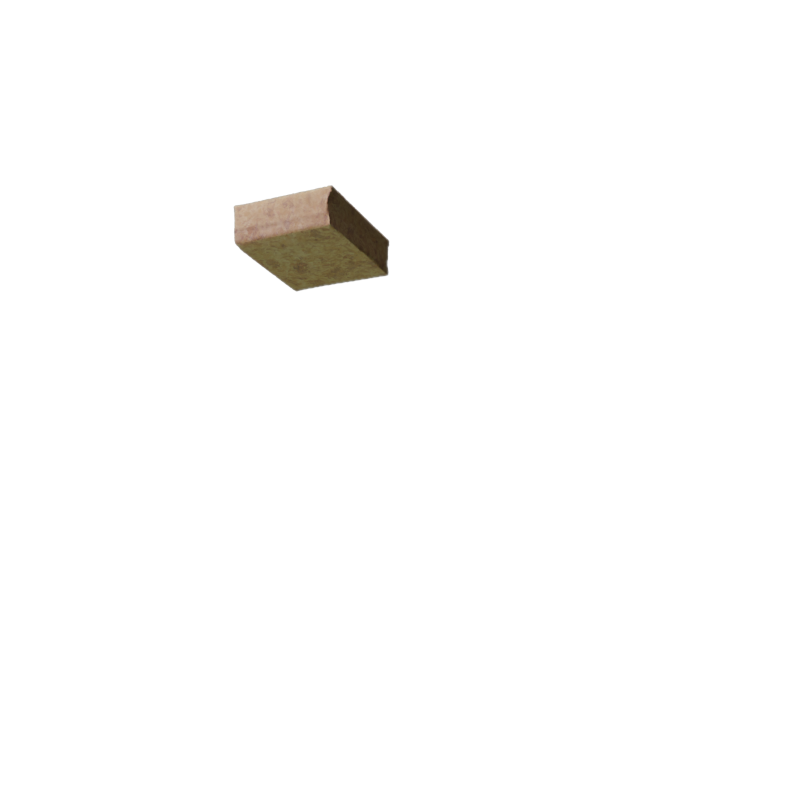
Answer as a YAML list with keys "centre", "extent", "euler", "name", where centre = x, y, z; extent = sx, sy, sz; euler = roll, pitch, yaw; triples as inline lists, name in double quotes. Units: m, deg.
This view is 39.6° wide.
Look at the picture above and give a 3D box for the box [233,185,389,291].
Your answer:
- centre: [-0.071, -0.129, 0.907]
  extent: [0.092, 0.041, 0.106]
  euler: [-8, -19, 24]
  name: "box"
